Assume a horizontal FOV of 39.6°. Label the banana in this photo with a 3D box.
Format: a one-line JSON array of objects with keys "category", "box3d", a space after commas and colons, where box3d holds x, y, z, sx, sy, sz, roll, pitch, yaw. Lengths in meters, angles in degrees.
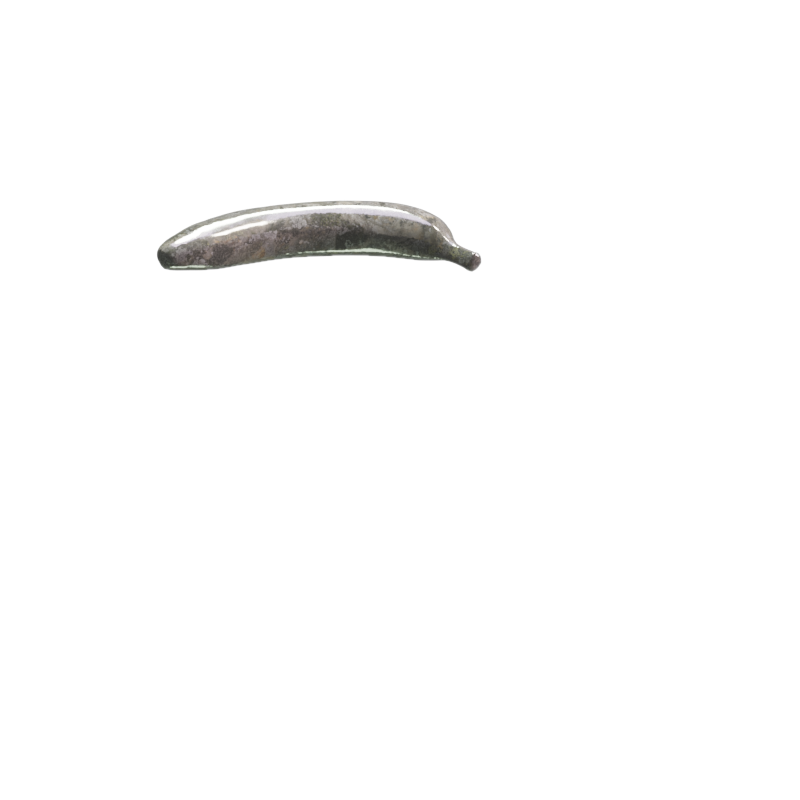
[{"category": "banana", "box3d": [-0.053, -0.104, 0.699, 0.196, 0.035, 0.073, -2, 19, -6]}]
